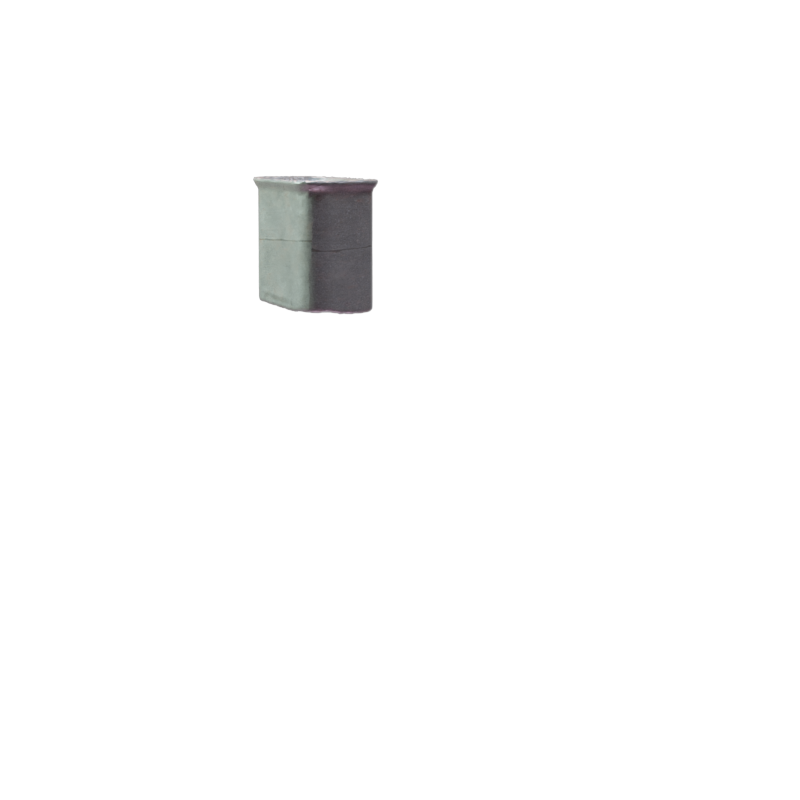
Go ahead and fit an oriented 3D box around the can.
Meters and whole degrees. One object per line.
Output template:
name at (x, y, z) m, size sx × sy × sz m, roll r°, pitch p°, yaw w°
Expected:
can at (-0.057, -0.104, 0.725) m, size 0.056 × 0.082 × 0.107 m, roll -3°, pitch 10°, yaw -26°
